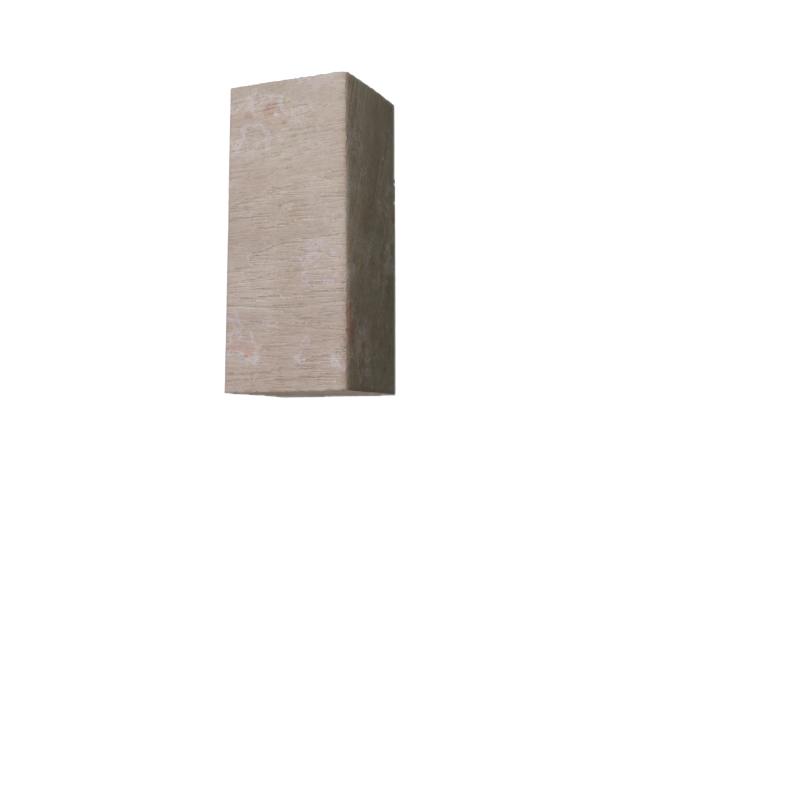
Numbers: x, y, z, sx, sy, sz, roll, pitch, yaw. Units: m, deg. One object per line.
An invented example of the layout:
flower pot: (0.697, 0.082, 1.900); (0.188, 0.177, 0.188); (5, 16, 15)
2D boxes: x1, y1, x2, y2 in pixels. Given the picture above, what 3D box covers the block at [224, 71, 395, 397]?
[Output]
block: (-0.059, -0.108, 0.756); (0.093, 0.211, 0.086); (-4, -10, 23)
